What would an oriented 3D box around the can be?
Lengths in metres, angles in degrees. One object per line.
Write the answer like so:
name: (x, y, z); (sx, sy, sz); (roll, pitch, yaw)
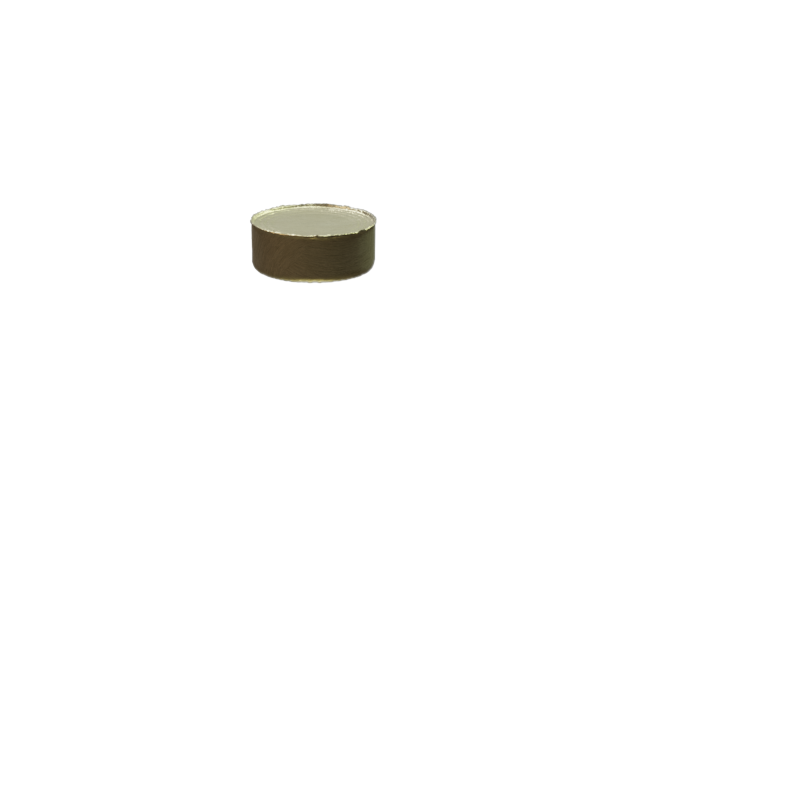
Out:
can: (-0.059, -0.108, 0.756); (0.086, 0.032, 0.090); (-1, 23, -2)
